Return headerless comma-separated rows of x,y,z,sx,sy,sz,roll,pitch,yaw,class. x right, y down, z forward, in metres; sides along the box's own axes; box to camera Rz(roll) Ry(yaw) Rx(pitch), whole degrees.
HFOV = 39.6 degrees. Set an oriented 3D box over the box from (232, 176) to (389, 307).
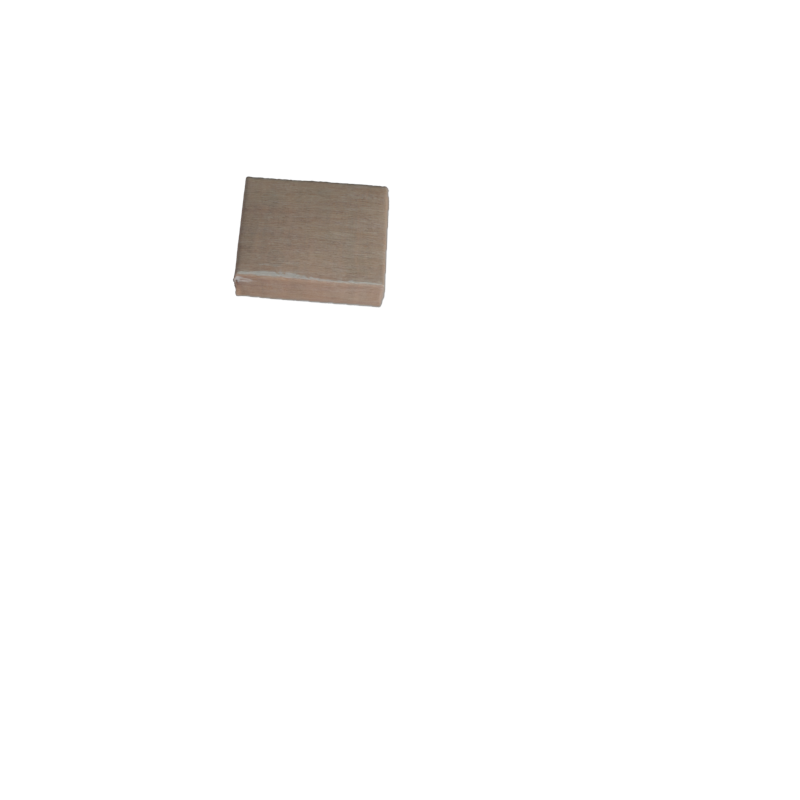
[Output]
-0.066,-0.120,0.839,0.114,0.096,0.036,2,-31,1,box
